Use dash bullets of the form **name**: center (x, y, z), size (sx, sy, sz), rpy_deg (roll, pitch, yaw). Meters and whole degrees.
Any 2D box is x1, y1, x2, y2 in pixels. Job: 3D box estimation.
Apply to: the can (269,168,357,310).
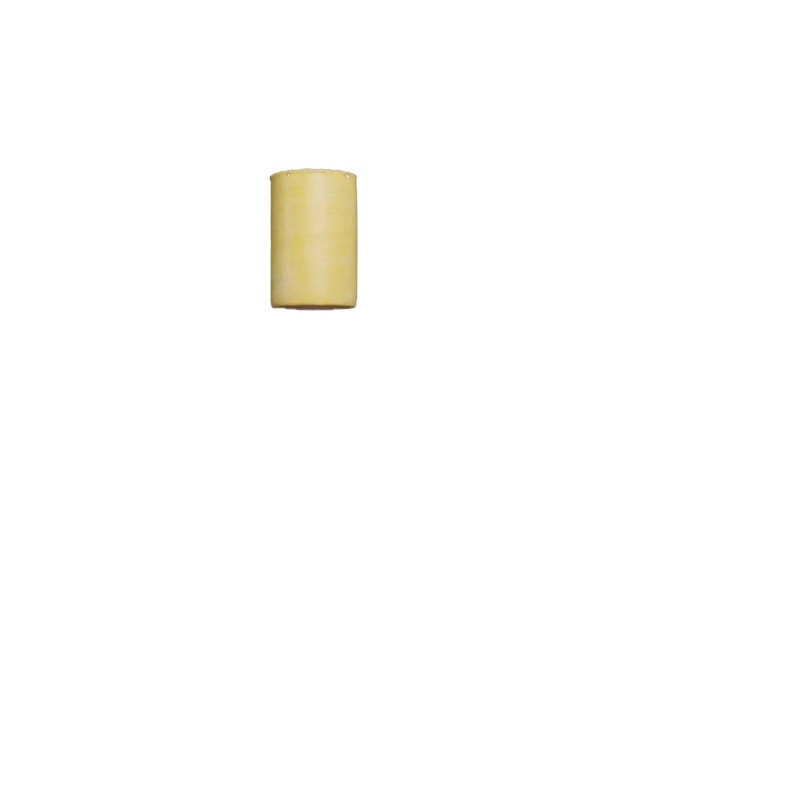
- **can**: center (-0.067, -0.122, 0.852), size (0.068, 0.104, 0.068), rpy_deg (0, -4, -2)
